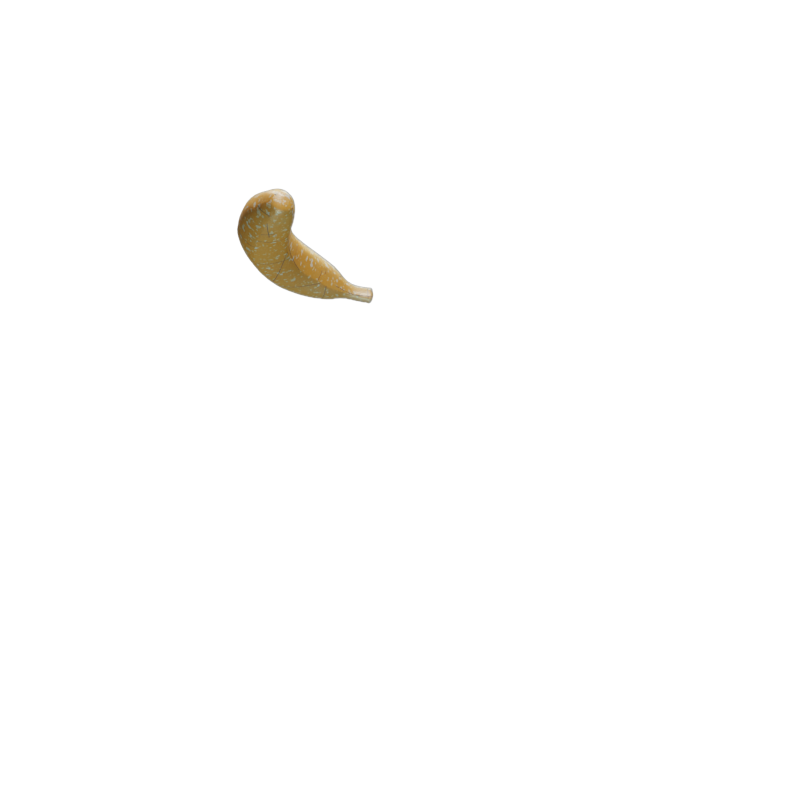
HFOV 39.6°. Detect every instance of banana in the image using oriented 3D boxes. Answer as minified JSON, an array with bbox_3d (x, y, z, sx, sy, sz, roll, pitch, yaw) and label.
[{"bbox_3d":[-0.078,-0.110,0.796,0.071,0.038,0.187,-5,-14,16],"label":"banana"}]
